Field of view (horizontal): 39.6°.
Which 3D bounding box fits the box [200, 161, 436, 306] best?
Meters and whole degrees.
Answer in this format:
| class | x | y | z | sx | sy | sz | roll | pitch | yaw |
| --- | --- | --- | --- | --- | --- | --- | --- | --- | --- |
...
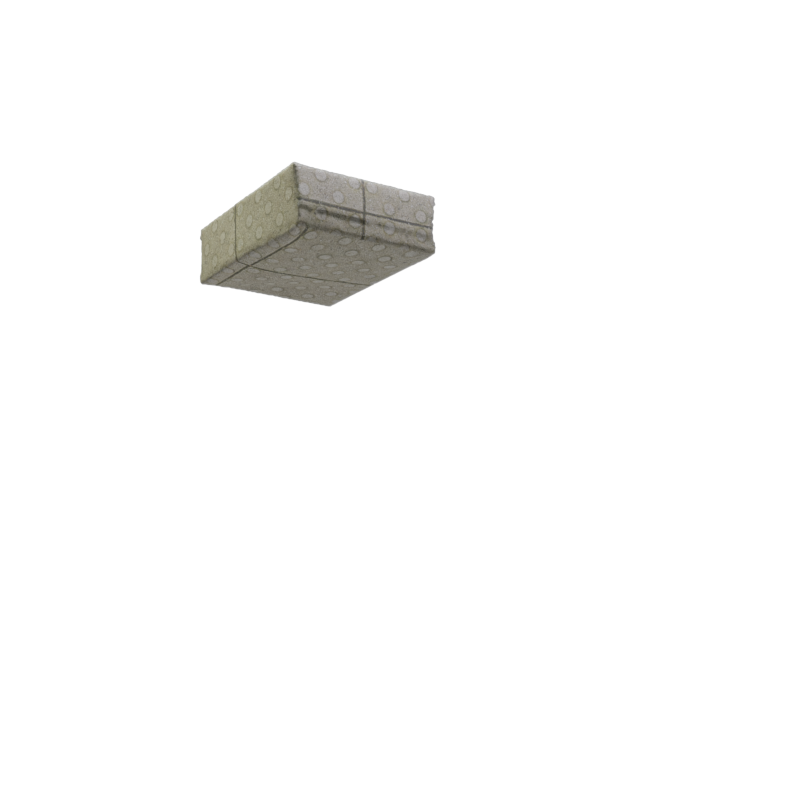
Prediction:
| class | x | y | z | sx | sy | sz | roll | pitch | yaw |
| --- | --- | --- | --- | --- | --- | --- | --- | --- | --- |
| box | -0.048 | -0.088 | 0.617 | 0.086 | 0.040 | 0.114 | 8 | -14 | -33 |
